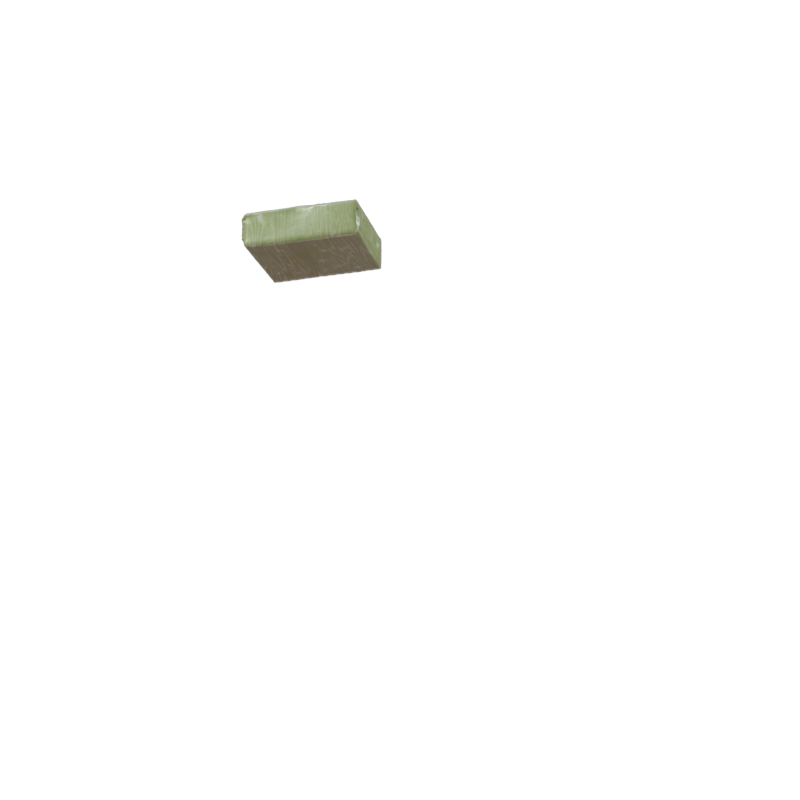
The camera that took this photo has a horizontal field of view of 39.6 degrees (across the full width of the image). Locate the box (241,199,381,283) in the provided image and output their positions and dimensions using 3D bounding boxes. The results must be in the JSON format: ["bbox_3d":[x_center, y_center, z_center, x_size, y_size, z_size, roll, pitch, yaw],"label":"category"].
[{"bbox_3d":[-0.065,-0.118,0.828,0.091,0.032,0.069,-5,-18,14],"label":"box"}]
